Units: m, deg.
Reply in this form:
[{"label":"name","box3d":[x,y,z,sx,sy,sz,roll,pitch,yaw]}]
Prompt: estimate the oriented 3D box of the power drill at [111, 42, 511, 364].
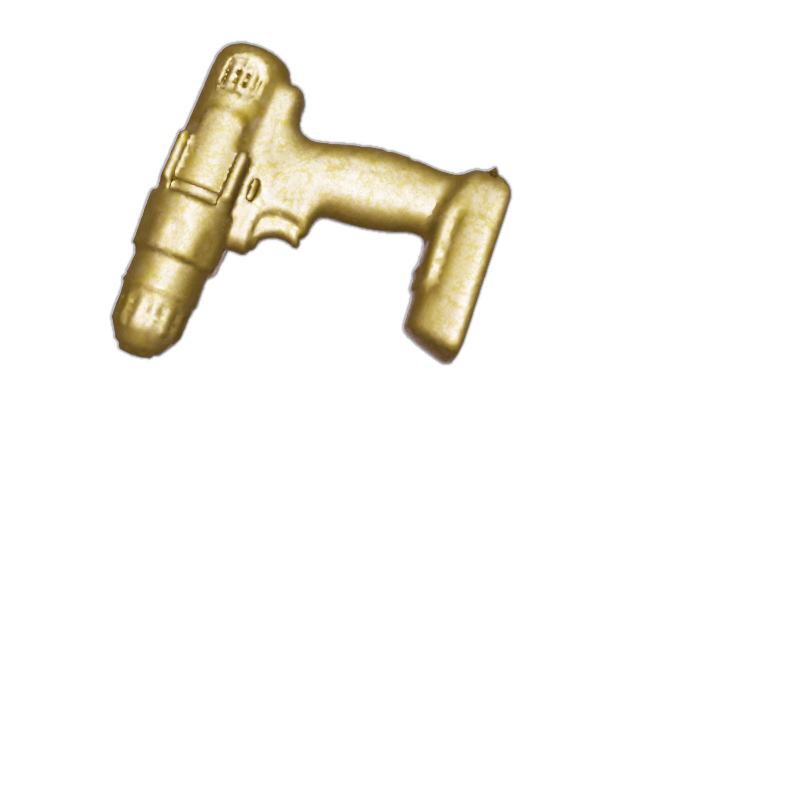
[{"label":"power drill","box3d":[-0.047,-0.086,0.604,0.189,0.187,0.056,20,-8,3]}]
